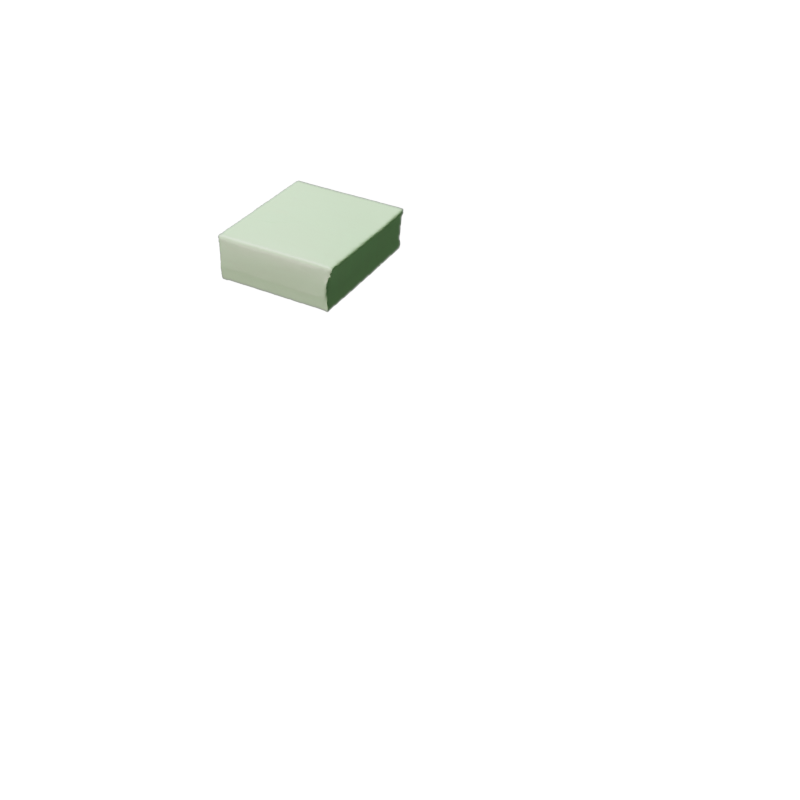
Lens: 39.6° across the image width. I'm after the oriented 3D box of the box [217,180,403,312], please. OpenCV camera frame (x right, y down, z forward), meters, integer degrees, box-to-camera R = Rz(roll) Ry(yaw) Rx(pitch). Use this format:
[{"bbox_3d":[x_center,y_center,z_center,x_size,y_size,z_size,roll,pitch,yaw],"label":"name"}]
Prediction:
[{"bbox_3d":[-0.062,-0.112,0.786,0.094,0.036,0.116,16,38,22],"label":"box"}]
